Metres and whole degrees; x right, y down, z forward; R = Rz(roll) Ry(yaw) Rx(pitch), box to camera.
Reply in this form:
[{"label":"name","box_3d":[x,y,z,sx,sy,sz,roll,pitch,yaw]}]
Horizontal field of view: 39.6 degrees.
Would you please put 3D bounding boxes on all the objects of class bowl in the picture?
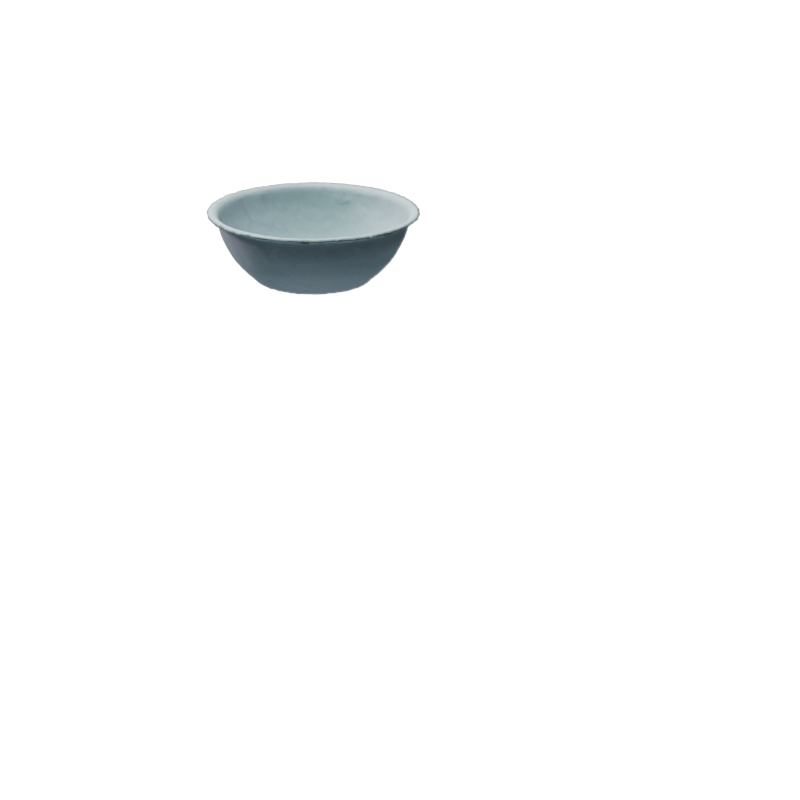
[{"label":"bowl","box_3d":[-0.067,-0.121,0.850,0.162,0.053,0.170,-1,23,-2]}]
